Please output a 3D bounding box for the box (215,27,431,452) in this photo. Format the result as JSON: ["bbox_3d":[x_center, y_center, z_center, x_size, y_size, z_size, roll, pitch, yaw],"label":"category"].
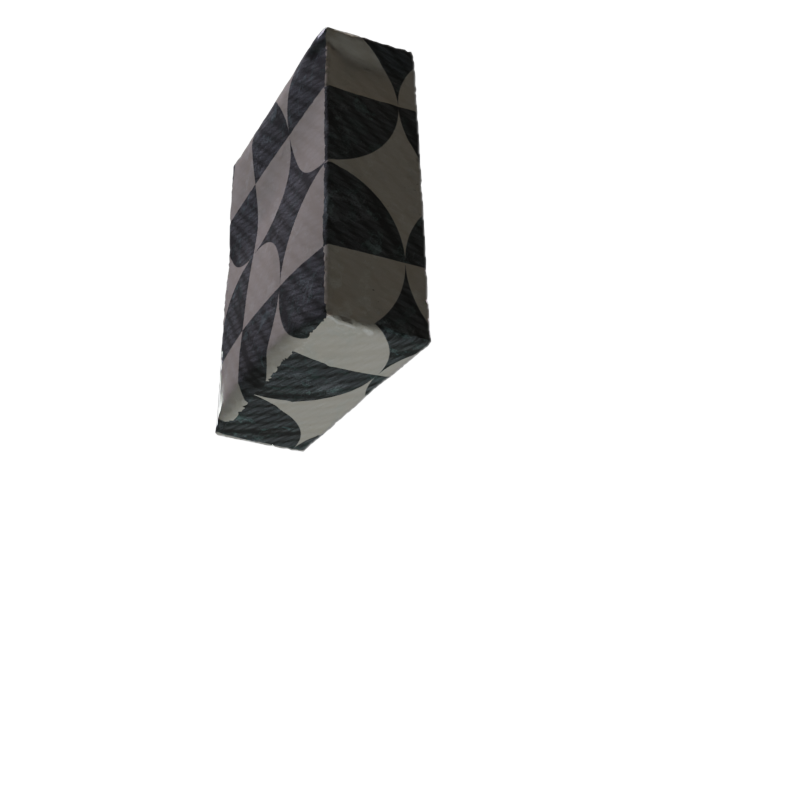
[{"bbox_3d":[-0.055,-0.099,0.696,0.069,0.228,0.160,14,-34,-25],"label":"box"}]
